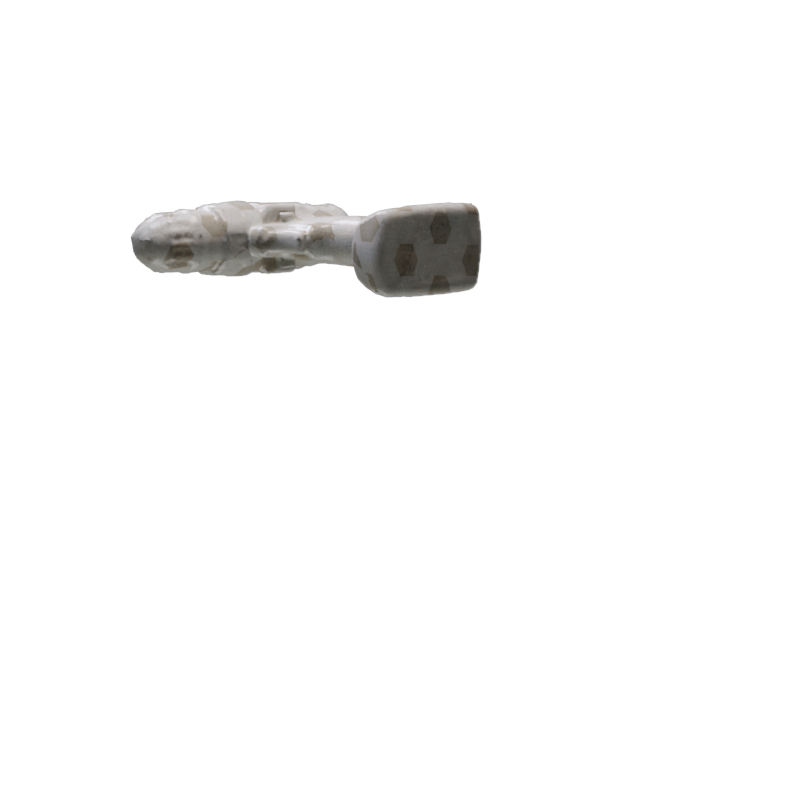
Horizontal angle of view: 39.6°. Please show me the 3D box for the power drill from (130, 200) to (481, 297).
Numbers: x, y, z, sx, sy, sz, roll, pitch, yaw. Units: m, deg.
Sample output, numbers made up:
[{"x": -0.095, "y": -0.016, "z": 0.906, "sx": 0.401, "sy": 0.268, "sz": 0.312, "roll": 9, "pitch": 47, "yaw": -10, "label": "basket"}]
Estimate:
[{"x": -0.057, "y": -0.104, "z": 0.729, "sx": 0.197, "sy": 0.056, "sz": 0.179, "roll": 13, "pitch": 18, "yaw": 43, "label": "power drill"}]
